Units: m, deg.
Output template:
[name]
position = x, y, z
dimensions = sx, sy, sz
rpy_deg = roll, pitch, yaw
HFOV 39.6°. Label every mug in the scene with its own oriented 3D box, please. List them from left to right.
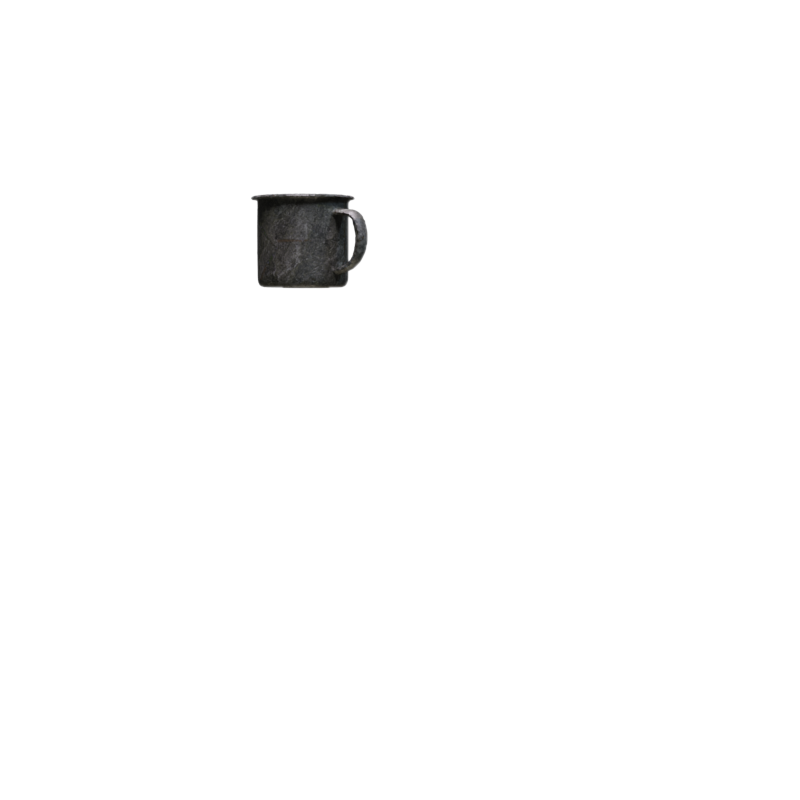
[mug]
position = -0.077, -0.141, 0.986
dimensions = 0.122, 0.081, 0.090
rpy_deg = 3, 5, 36
